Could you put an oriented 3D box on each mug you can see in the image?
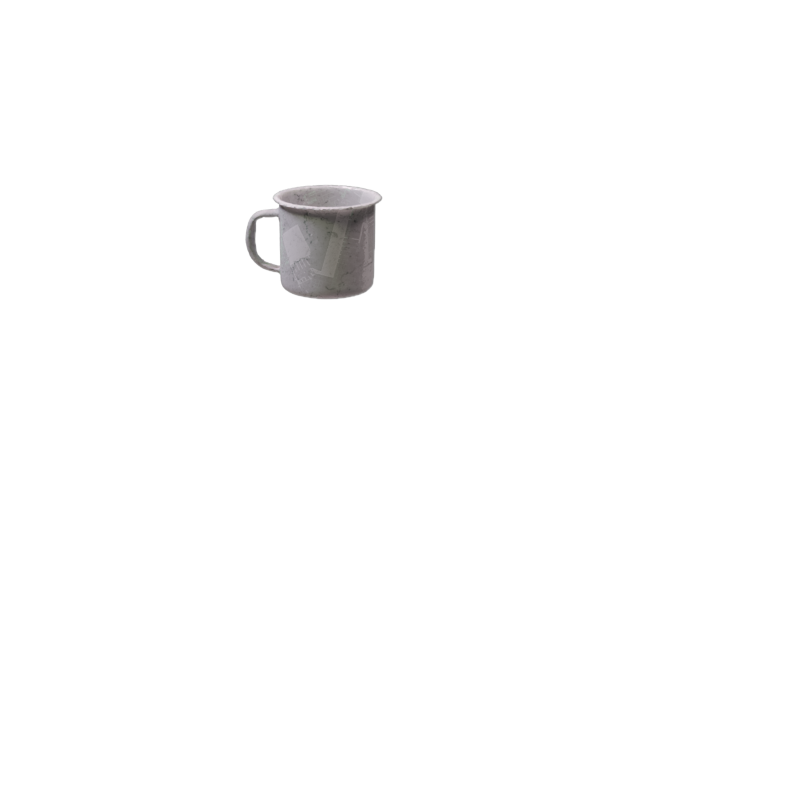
[{"bbox_3d":[-0.075,-0.136,0.953,0.117,0.078,0.097,0,19,-1],"label":"mug"}]
